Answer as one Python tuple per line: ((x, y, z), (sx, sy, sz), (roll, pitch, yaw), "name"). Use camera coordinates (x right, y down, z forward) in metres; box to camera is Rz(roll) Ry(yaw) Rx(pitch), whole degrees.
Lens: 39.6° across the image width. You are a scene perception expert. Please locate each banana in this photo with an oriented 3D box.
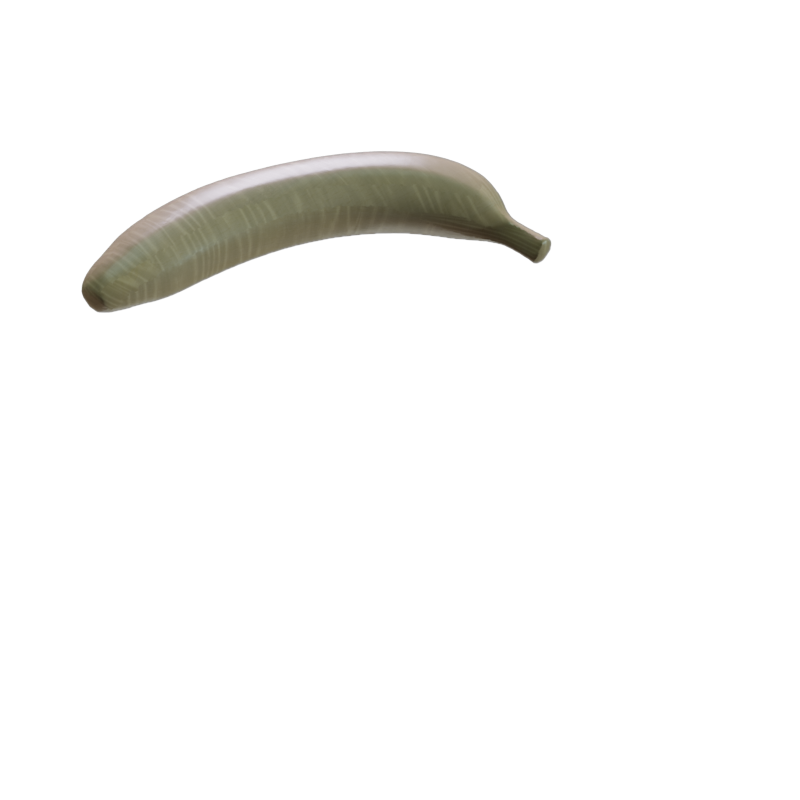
((-0.038, -0.077, 0.472), (0.195, 0.034, 0.075), (-10, 37, -13), "banana")
